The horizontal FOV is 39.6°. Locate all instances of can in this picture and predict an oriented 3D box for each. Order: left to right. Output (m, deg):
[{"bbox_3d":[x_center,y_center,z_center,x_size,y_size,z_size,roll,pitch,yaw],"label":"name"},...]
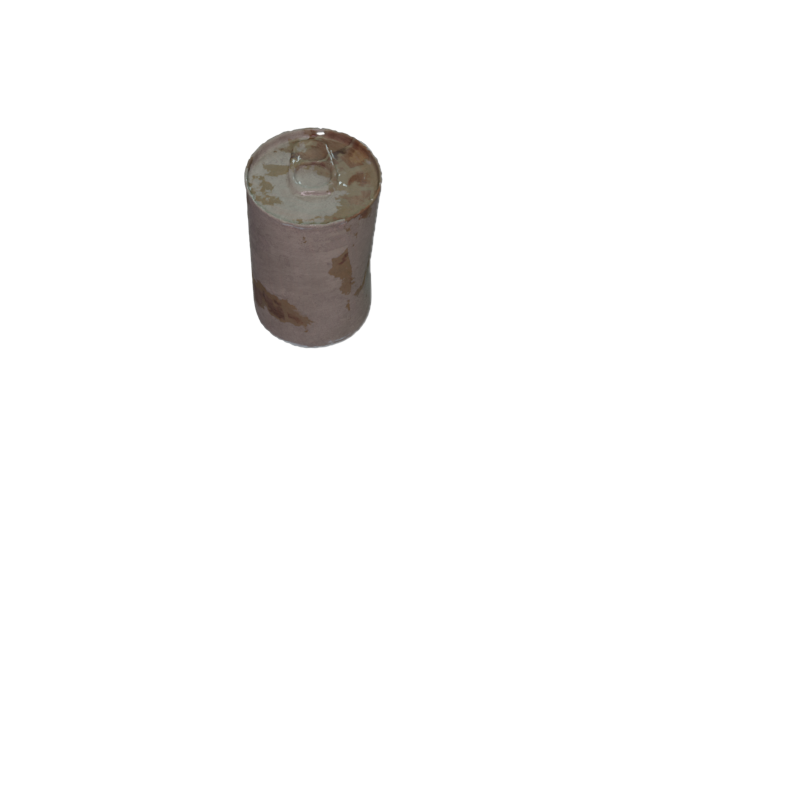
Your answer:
[{"bbox_3d":[-0.046,-0.083,0.582,0.068,0.073,0.095,0,-36,-3],"label":"can"}]
